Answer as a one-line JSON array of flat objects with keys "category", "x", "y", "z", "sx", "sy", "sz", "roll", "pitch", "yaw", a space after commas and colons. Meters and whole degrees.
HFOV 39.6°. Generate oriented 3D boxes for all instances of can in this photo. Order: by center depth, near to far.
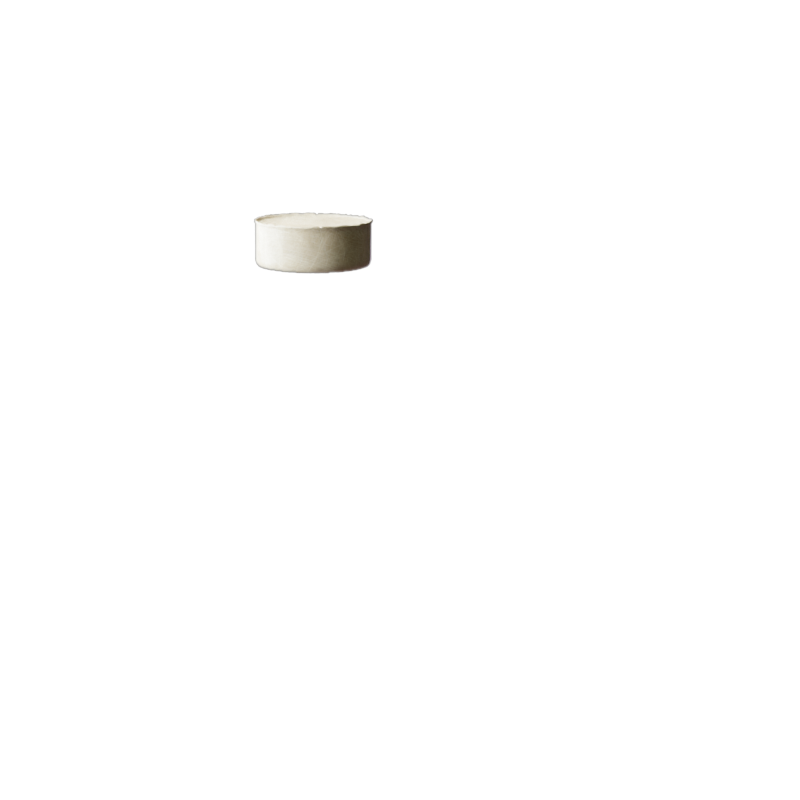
[{"category": "can", "x": -0.063, "y": -0.114, "z": 0.801, "sx": 0.086, "sy": 0.033, "sz": 0.088, "roll": 0, "pitch": 15, "yaw": -2}]
